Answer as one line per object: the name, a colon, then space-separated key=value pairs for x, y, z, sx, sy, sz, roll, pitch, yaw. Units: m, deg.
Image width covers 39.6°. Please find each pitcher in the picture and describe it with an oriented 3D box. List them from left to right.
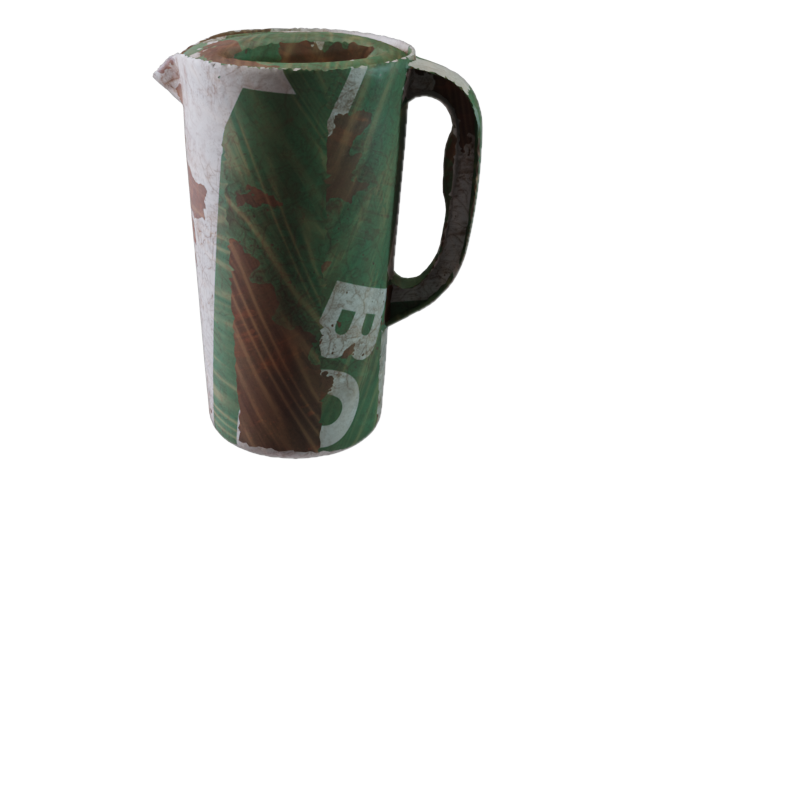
pitcher: x=-0.051 y=-0.093 z=0.652 sx=0.142 sy=0.232 sz=0.159 roll=-15 pitch=27 yaw=-33
